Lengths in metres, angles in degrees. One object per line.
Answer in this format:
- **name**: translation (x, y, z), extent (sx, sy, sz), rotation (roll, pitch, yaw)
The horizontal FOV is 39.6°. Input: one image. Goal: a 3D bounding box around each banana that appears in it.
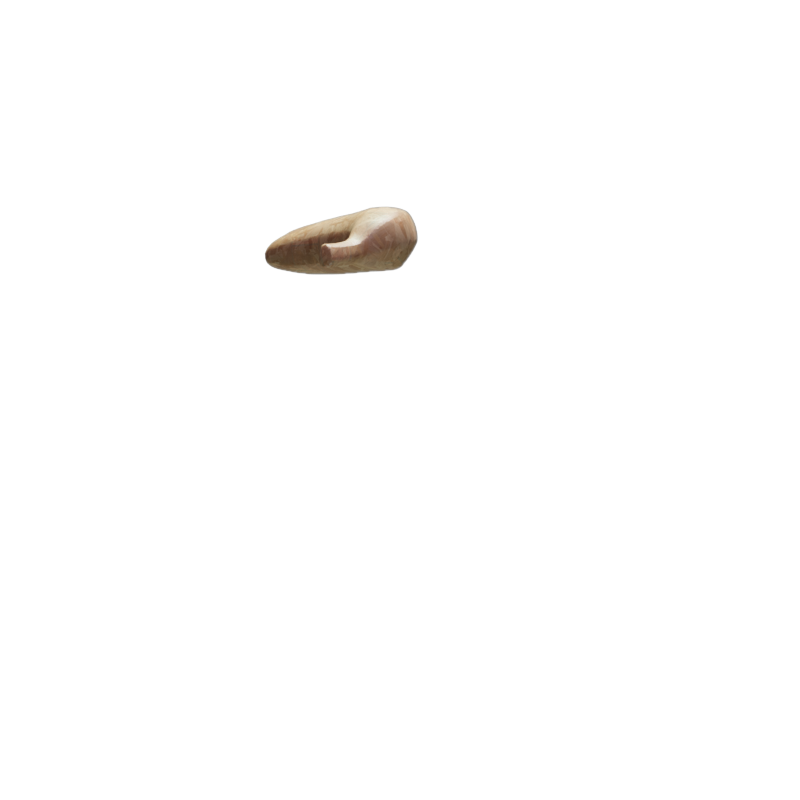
- **banana**: translation (-0.033, -0.094, 0.657), extent (0.068, 0.037, 0.202), rotation (-1, 5, -15)
